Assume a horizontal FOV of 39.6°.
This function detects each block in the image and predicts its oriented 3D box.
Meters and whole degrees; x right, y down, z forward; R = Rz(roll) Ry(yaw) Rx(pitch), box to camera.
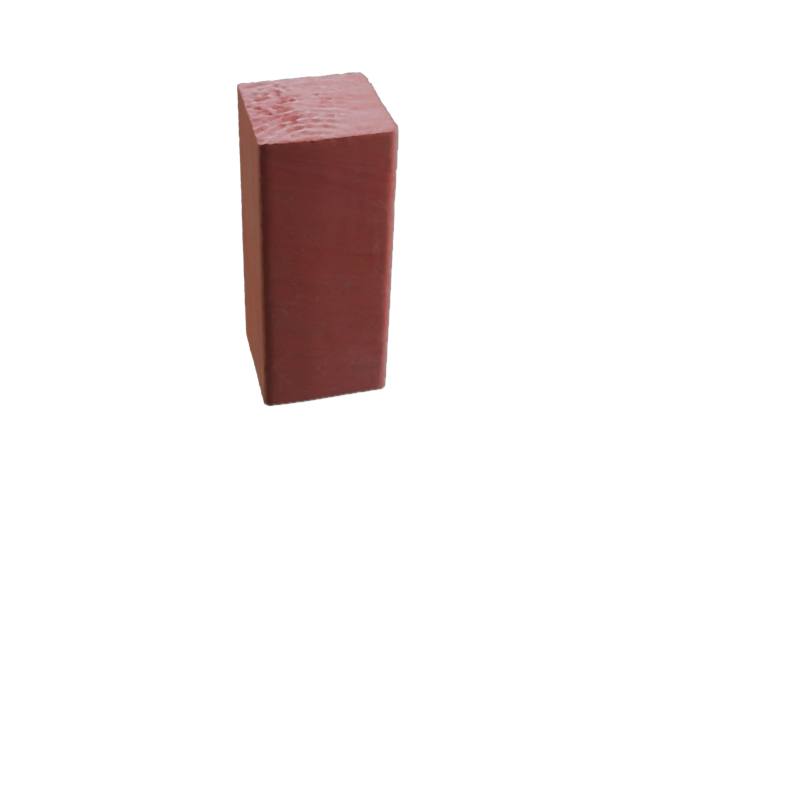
[{"bbox_3d":[-0.059,-0.108,0.758,0.089,0.193,0.098,-7,37,-13],"label":"block"}]
